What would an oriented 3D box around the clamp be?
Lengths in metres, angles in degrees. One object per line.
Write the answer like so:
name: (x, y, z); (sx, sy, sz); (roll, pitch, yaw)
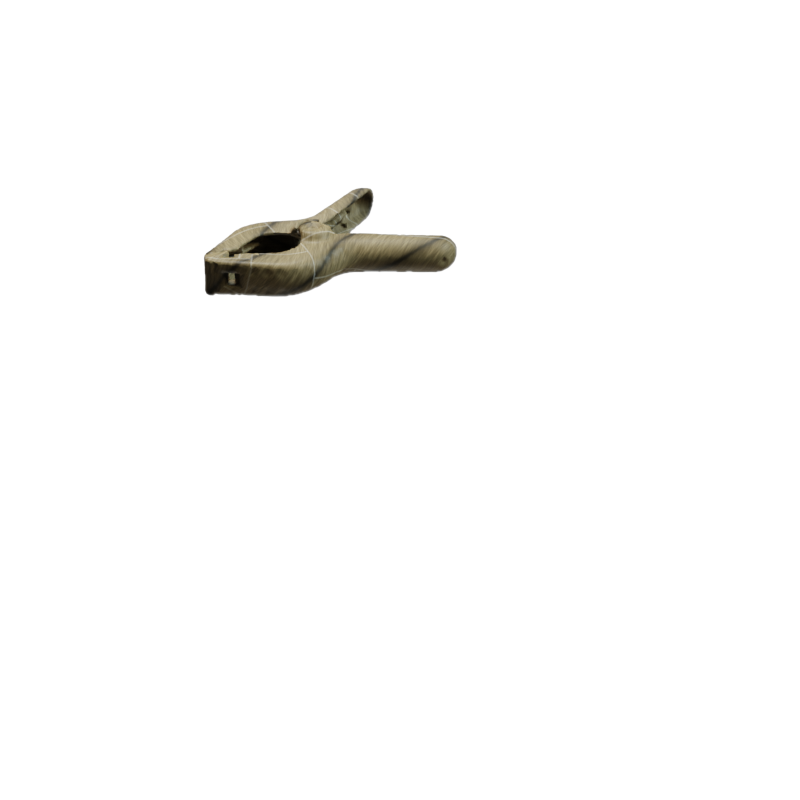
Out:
clamp: (-0.061, -0.111, 0.776); (0.168, 0.037, 0.128); (-10, 27, -21)
